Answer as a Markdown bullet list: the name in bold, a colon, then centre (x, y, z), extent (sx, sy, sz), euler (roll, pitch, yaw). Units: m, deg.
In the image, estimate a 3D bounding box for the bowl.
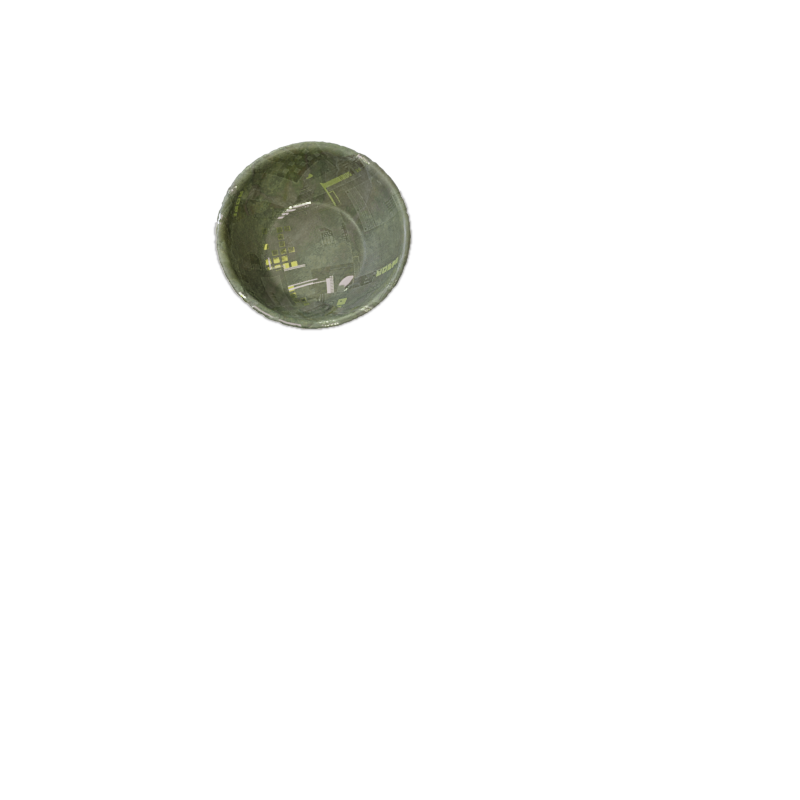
- **bowl**: centre (-0.073, -0.134, 0.937), extent (0.162, 0.168, 0.053), euler (-1, -15, -1)
